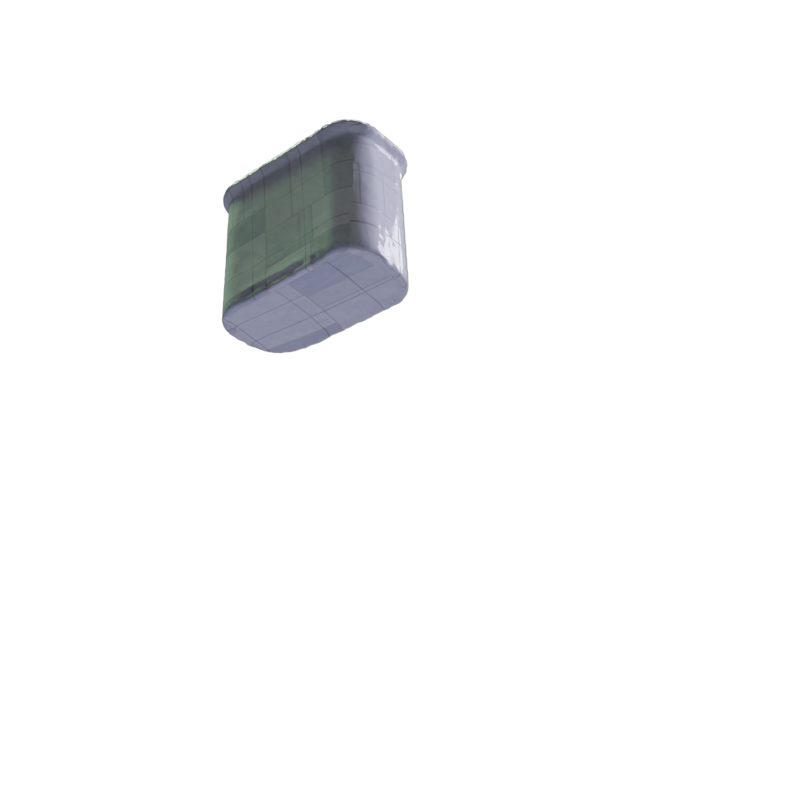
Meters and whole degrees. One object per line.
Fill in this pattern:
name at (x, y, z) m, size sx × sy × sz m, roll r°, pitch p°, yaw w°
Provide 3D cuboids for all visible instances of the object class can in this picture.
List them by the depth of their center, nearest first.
can at (-0.044, -0.081, 0.567) m, size 0.102 × 0.090 × 0.053 m, roll -26°, pitch -42°, yaw 30°
